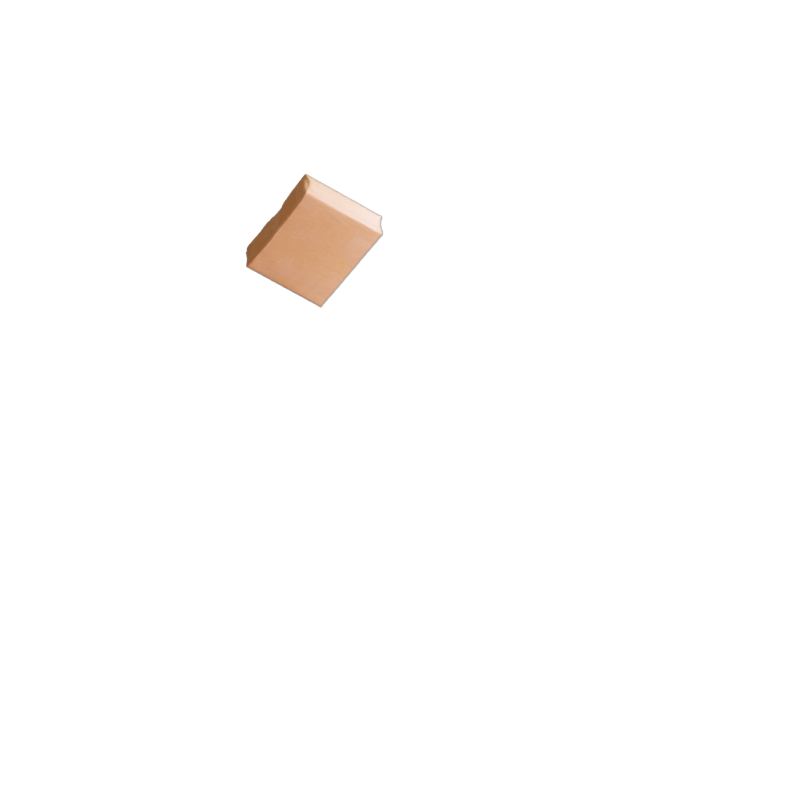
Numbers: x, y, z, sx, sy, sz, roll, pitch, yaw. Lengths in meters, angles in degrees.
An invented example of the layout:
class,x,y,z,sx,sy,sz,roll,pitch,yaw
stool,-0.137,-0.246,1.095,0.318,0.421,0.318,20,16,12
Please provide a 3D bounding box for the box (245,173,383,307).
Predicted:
class,x,y,z,sx,sy,sz,roll,pitch,yaw
box,-0.068,-0.124,0.870,0.070,0.087,0.032,29,33,-22
